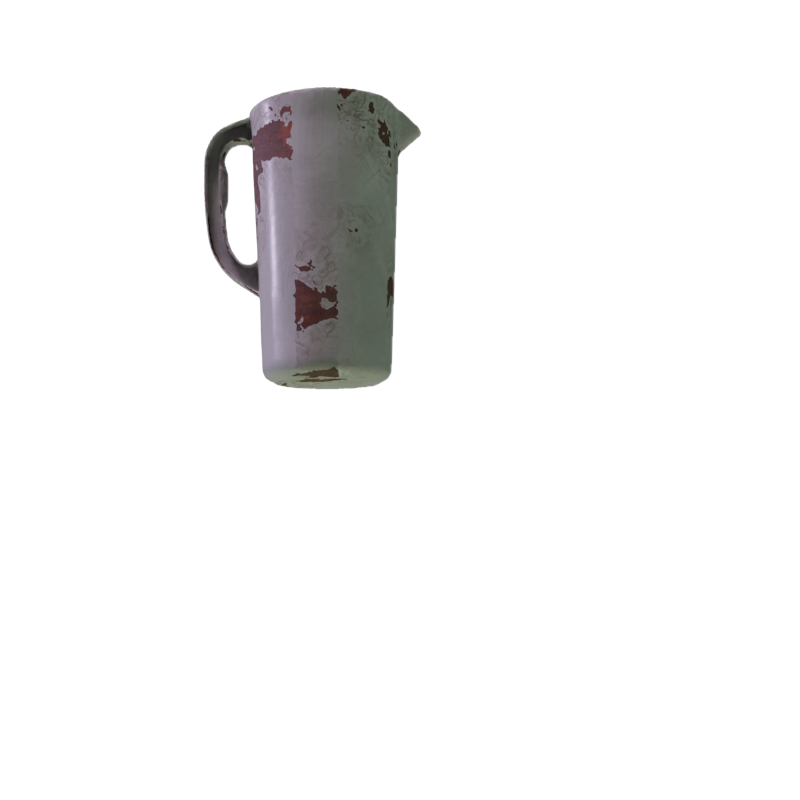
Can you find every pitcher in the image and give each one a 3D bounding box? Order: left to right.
[{"bbox_3d":[-0.074,-0.136,0.949,0.137,0.251,0.152,10,-16,-43],"label":"pitcher"}]
